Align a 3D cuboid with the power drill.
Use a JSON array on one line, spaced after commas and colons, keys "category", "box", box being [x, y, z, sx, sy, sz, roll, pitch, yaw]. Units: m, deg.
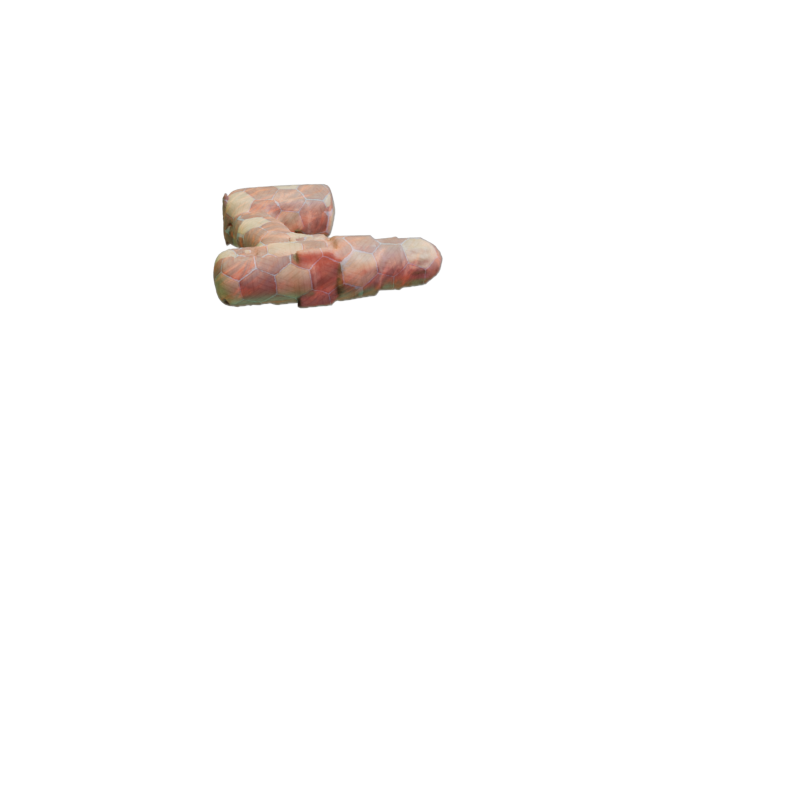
[{"category": "power drill", "box": [-0.074, -0.135, 0.947, 0.182, 0.055, 0.199, -5, 24, -12]}]
